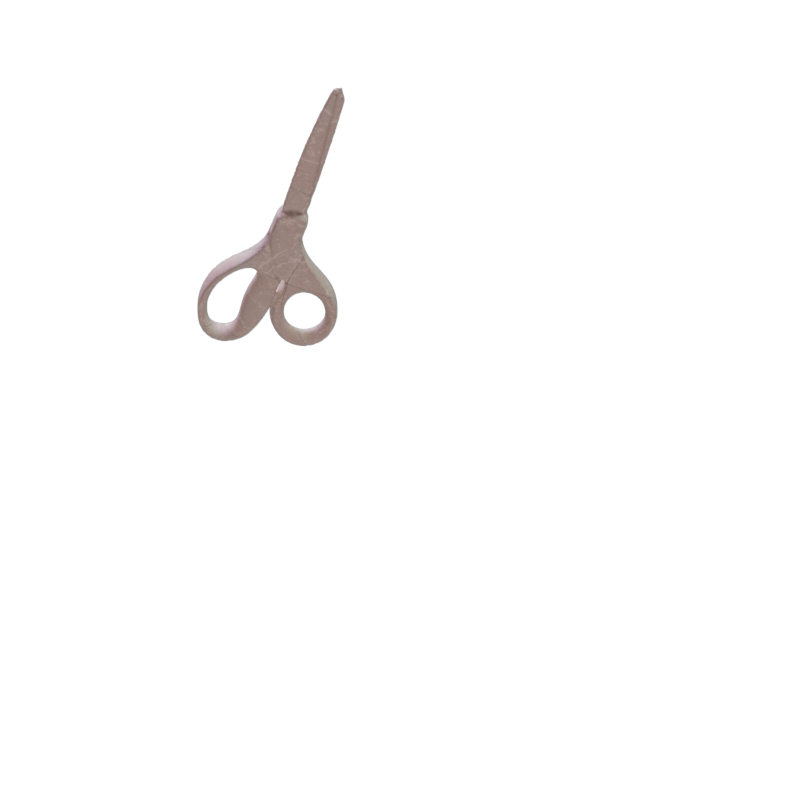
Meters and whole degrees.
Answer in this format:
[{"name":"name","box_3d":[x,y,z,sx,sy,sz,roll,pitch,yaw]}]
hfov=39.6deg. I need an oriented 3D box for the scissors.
[{"name":"scissors","box_3d":[-0.051,-0.094,0.658,0.092,0.017,0.197,25,-49,-25]}]
